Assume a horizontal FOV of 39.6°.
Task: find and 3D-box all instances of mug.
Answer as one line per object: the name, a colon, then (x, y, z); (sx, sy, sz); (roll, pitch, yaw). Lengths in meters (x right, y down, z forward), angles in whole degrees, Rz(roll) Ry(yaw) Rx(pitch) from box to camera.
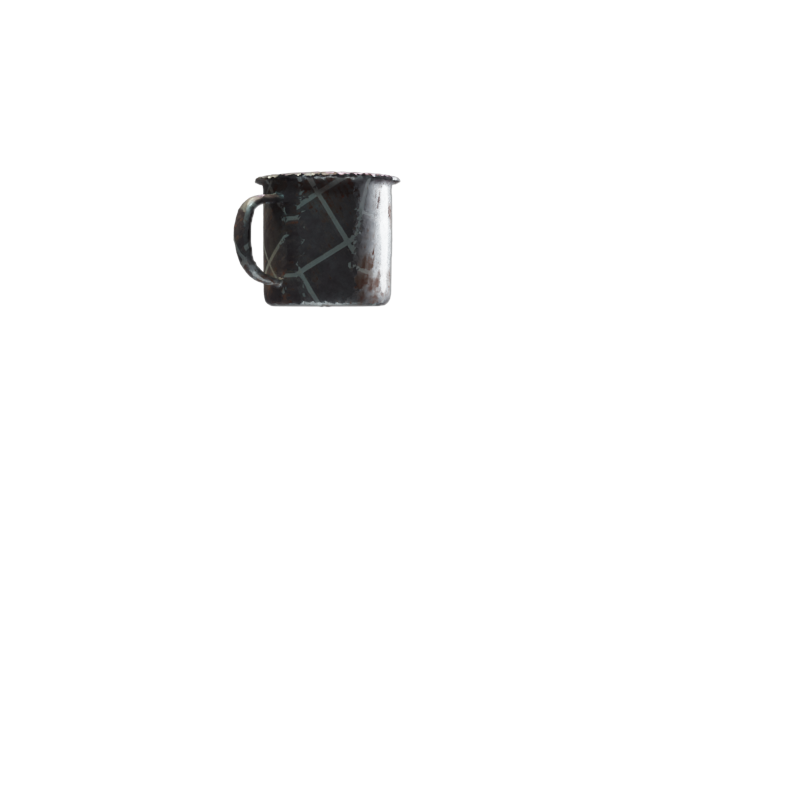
mug: (-0.055, -0.100, 0.700); (0.113, 0.082, 0.097); (-3, 4, -44)
